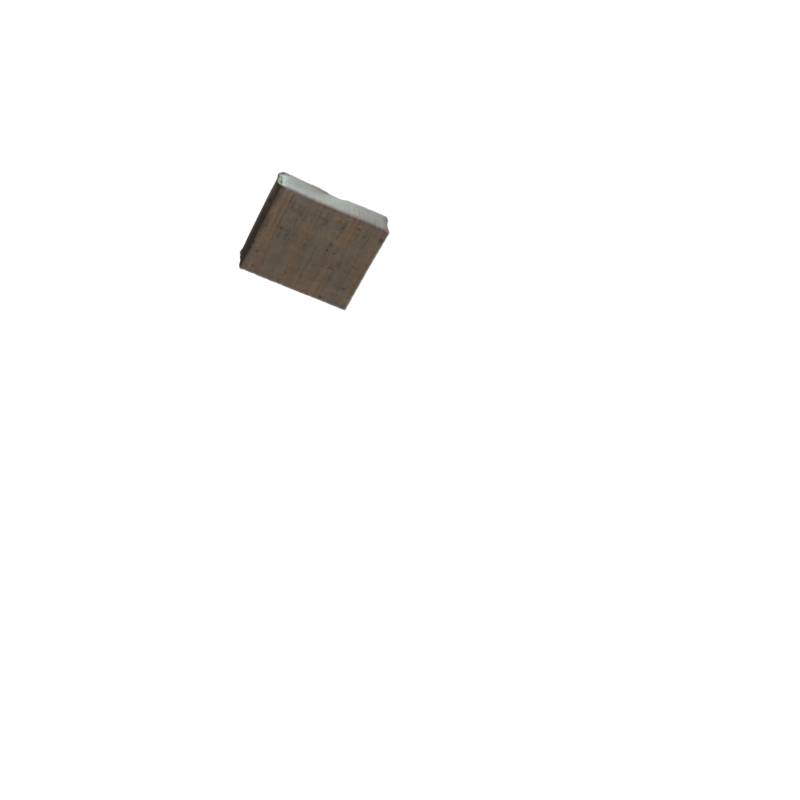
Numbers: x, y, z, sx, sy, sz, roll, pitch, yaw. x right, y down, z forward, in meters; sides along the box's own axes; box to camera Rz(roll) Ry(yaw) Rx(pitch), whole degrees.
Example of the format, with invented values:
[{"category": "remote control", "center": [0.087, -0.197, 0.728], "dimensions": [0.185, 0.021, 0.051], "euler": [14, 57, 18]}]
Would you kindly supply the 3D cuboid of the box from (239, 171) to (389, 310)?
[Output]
[{"category": "box", "center": [-0.063, -0.115, 0.808], "dimensions": [0.087, 0.071, 0.032], "euler": [23, 27, -13]}]
